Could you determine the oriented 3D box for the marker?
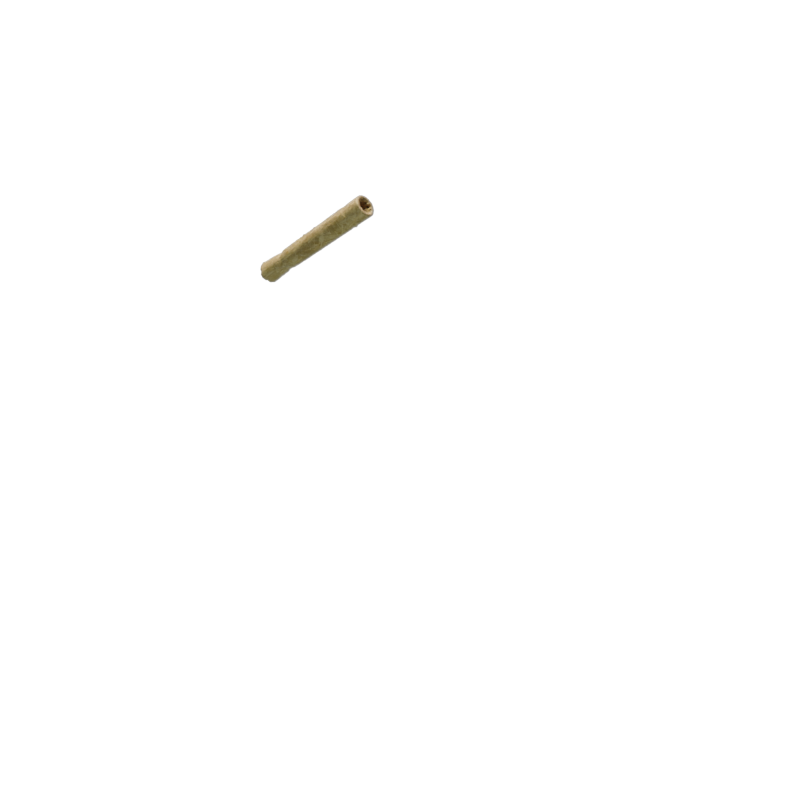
[{"bbox_3d":[-0.069,-0.126,0.884,0.120,0.021,0.019,-28,-15,36],"label":"marker"}]
